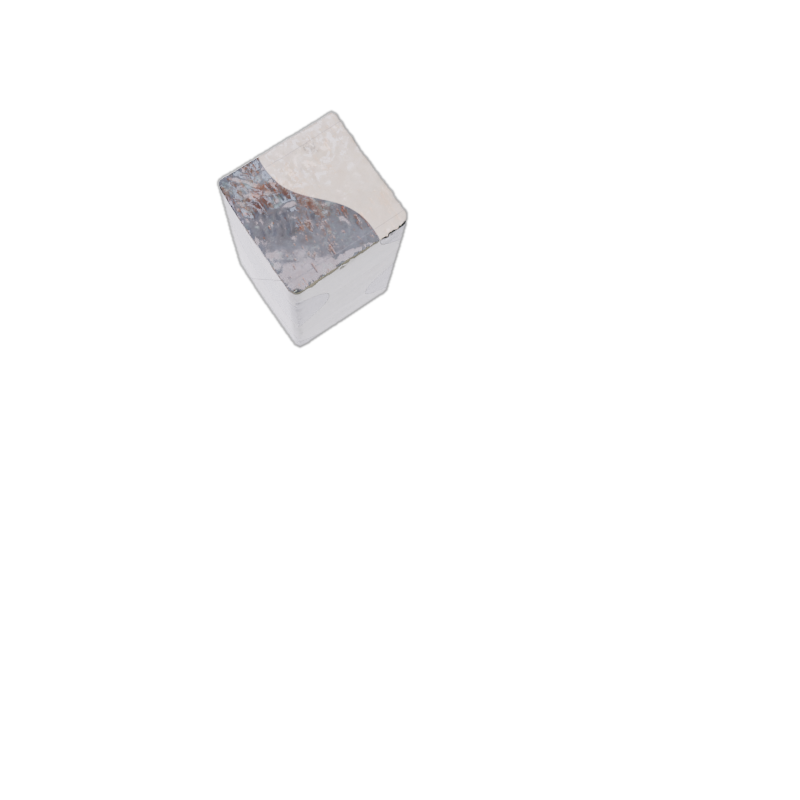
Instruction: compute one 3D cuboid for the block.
[{"bbox_3d":[-0.062,-0.112,0.789,0.091,0.092,0.201,-33,-5,-8],"label":"block"}]
